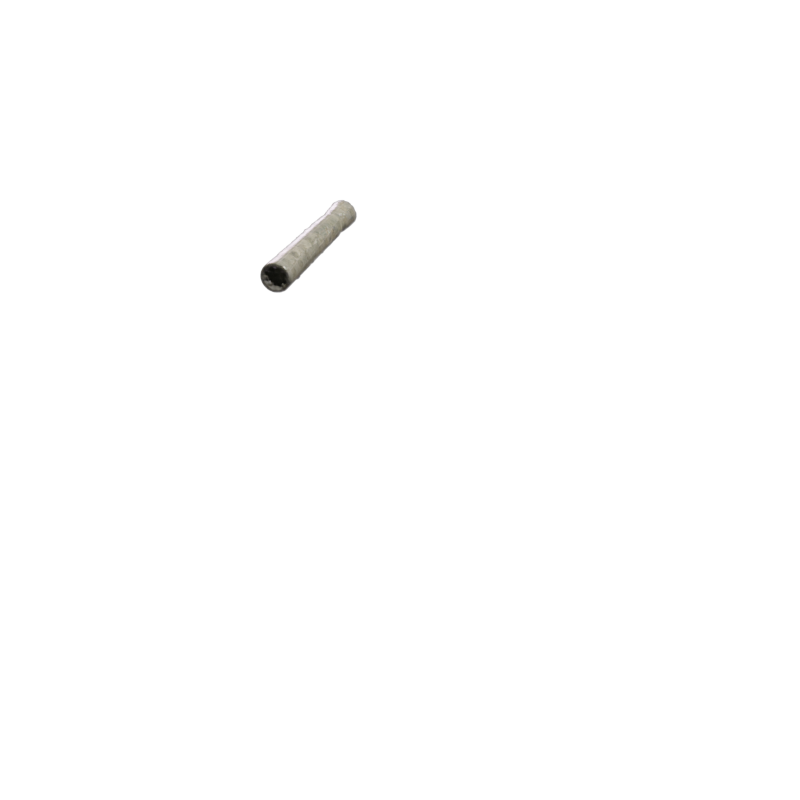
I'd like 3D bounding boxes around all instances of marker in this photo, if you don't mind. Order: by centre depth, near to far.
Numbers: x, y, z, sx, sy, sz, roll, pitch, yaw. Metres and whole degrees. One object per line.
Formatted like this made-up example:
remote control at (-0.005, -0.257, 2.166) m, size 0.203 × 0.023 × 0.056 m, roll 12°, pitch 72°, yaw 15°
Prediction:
marker at (-0.054, -0.098, 0.683) m, size 0.020 × 0.019 × 0.124 m, roll 1°, pitch 27°, yaw 19°
